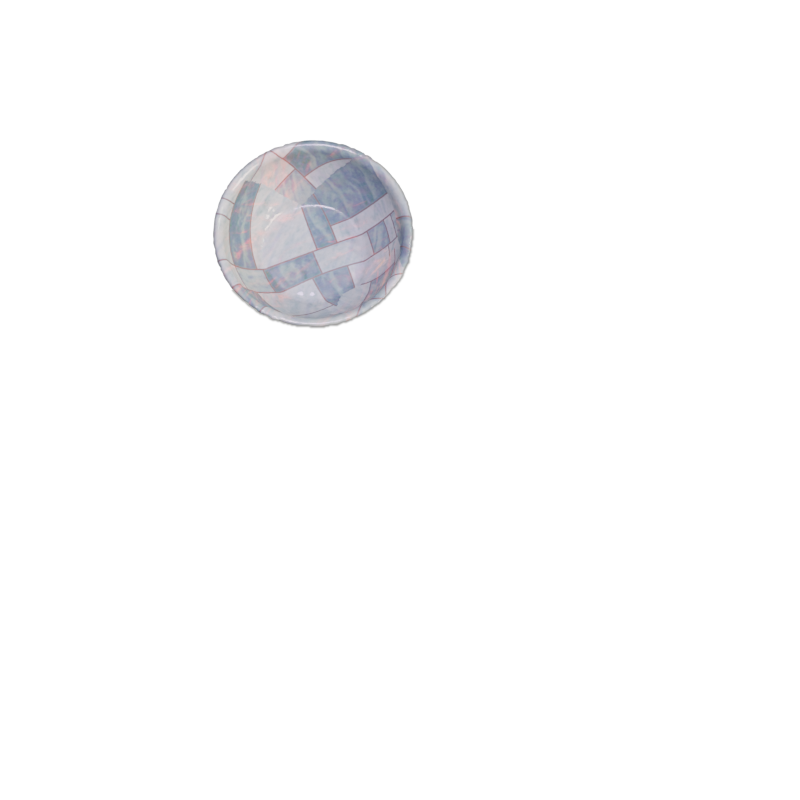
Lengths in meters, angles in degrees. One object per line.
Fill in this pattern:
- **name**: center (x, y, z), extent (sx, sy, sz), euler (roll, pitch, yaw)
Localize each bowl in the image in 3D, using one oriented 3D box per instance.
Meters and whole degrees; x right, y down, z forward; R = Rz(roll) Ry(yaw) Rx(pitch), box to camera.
- **bowl**: center (-0.072, -0.131, 0.916), extent (0.162, 0.170, 0.053), euler (-1, -19, -1)
